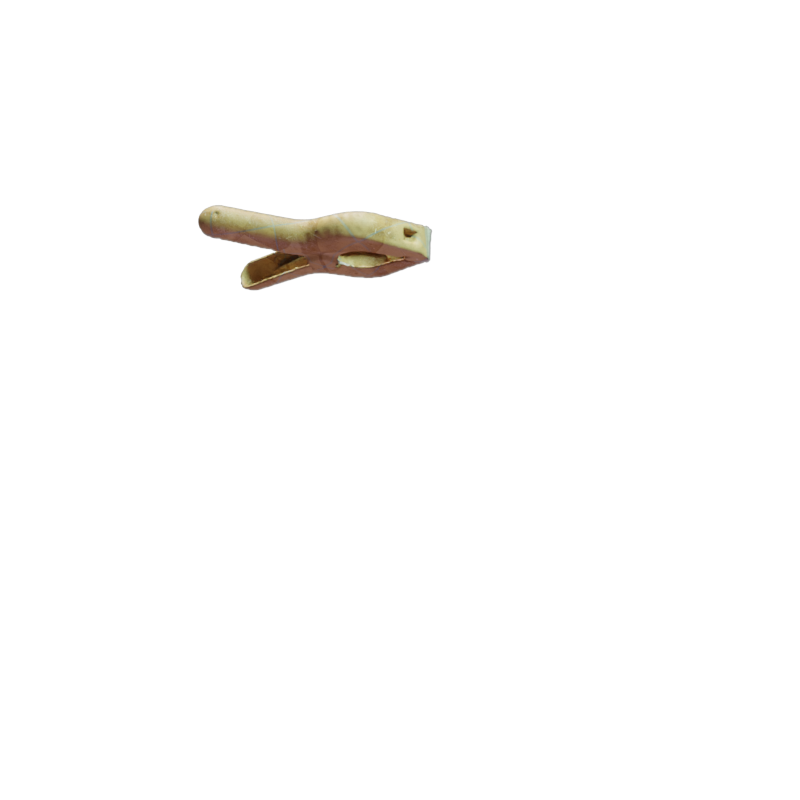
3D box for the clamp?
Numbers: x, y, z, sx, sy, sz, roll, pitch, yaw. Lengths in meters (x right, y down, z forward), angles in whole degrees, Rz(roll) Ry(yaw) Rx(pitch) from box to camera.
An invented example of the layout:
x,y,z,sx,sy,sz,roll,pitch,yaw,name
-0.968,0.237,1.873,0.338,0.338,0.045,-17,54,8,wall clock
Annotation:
x,y,z,sx,sy,sz,roll,pitch,yaw,name
-0.066,-0.120,0.840,0.175,0.041,0.113,-5,-15,20,clamp
